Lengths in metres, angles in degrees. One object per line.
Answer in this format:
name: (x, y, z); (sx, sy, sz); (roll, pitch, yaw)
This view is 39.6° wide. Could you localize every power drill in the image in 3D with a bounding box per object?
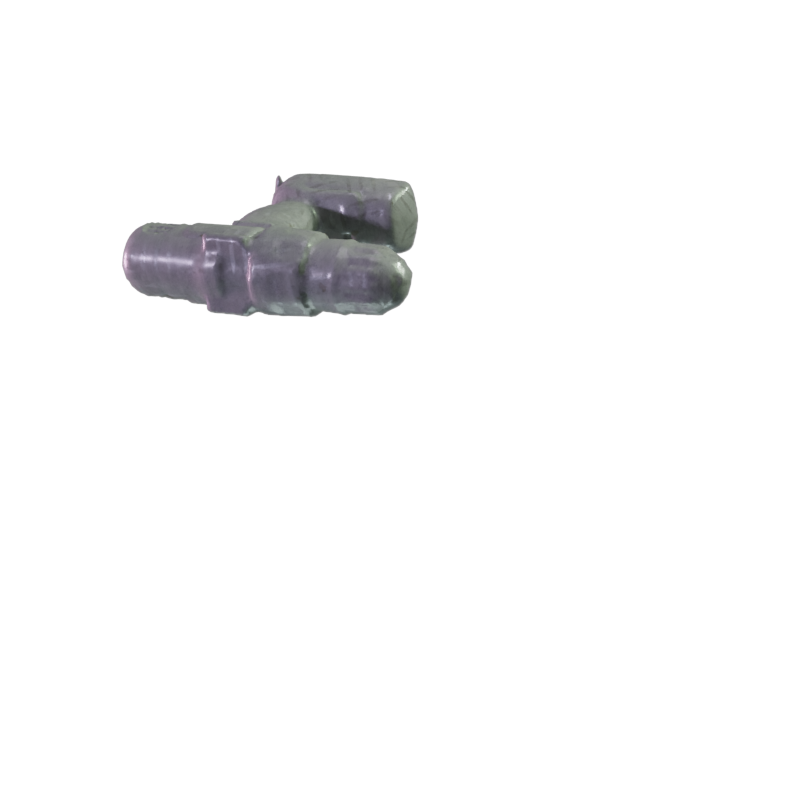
power drill: (-0.056, -0.101, 0.710); (0.191, 0.055, 0.188); (9, 22, 22)
